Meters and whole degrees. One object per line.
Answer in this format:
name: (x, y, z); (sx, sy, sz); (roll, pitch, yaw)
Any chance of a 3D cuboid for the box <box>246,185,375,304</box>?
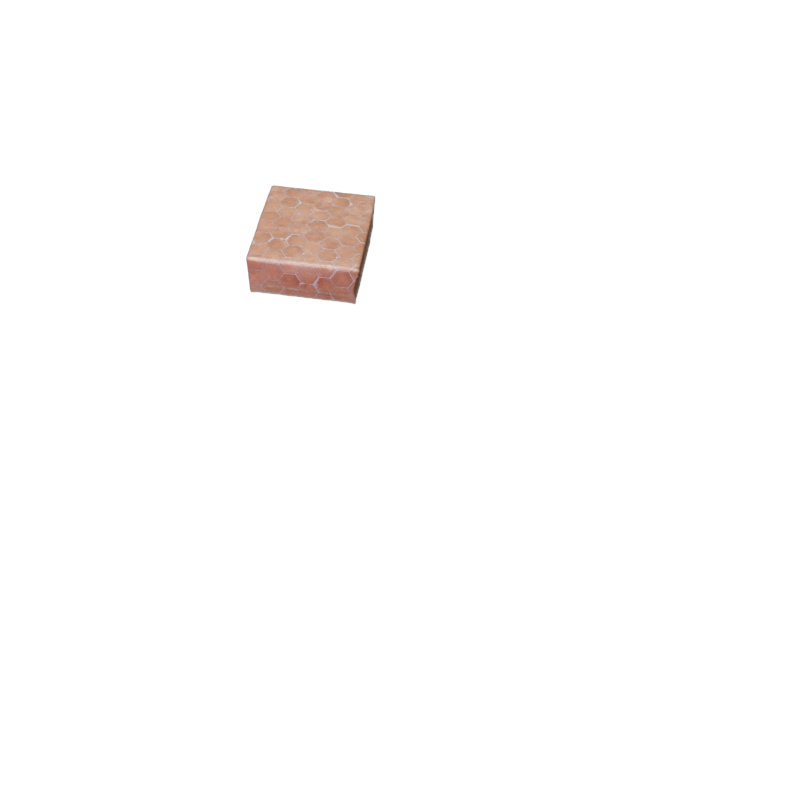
box: (-0.071, -0.129, 0.906); (0.091, 0.036, 0.120); (5, 42, 5)
